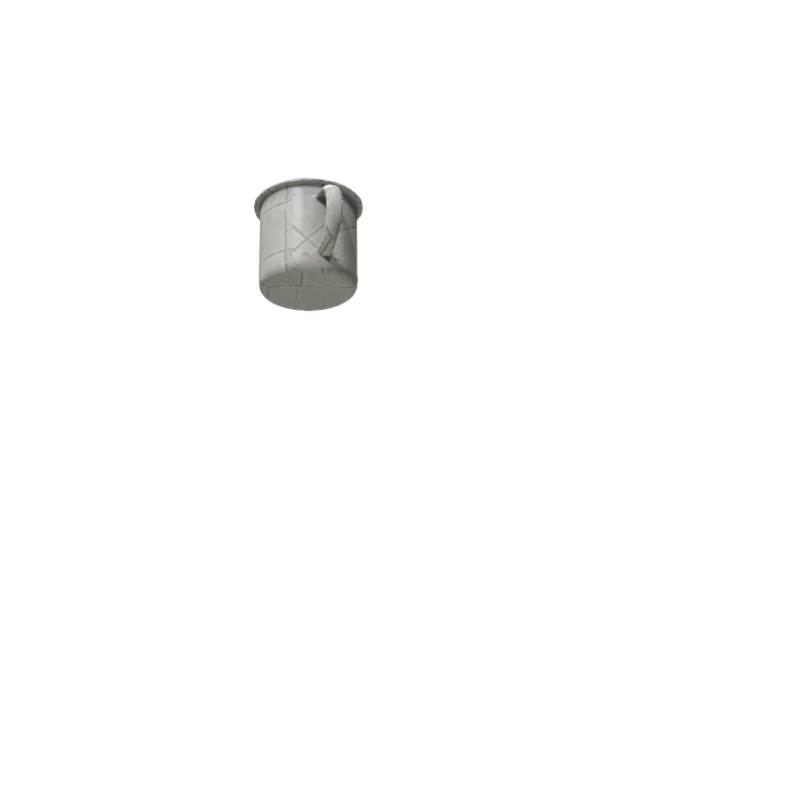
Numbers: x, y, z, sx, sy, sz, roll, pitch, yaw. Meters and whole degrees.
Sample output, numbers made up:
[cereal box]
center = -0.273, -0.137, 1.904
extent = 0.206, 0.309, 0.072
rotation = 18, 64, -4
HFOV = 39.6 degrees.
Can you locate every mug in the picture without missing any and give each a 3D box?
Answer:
[mug]
center = -0.072, -0.131, 0.914
extent = 0.090, 0.086, 0.114
rotation = 10, -27, -21
